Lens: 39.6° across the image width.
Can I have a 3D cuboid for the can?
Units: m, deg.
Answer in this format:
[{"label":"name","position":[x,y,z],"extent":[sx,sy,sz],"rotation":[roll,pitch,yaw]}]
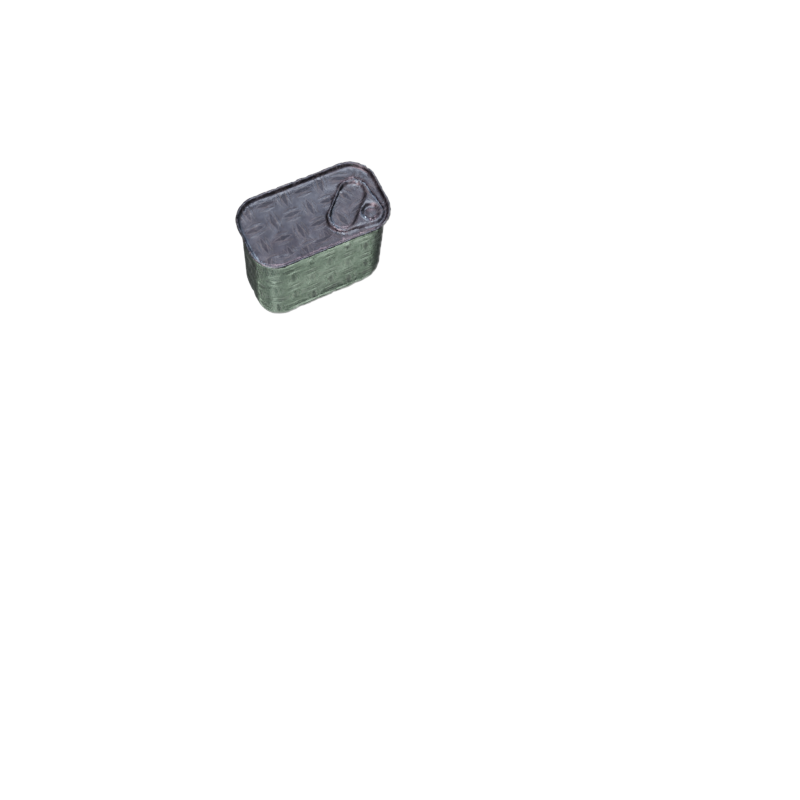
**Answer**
[{"label":"can","position":[-0.061,-0.111,0.777],"extent":[0.101,0.061,0.079],"rotation":[-23,-20,-12]}]
